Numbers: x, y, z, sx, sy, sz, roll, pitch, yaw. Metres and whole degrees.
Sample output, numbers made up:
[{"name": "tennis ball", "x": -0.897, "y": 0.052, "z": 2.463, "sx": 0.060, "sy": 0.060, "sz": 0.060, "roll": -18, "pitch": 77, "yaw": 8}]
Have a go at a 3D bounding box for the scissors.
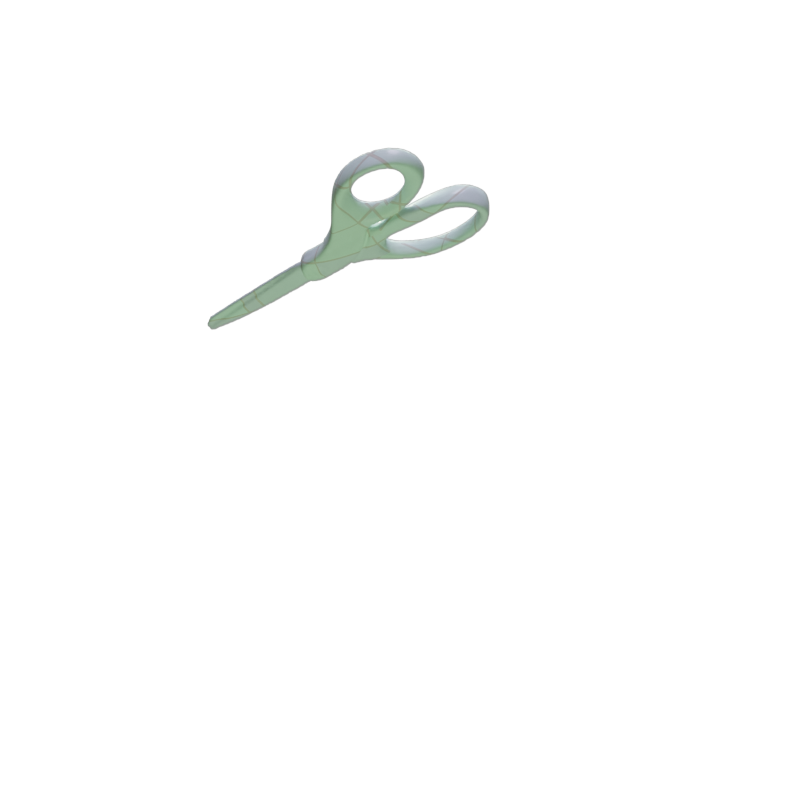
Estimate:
[{"name": "scissors", "x": -0.050, "y": -0.091, "z": 0.634, "sx": 0.204, "sy": 0.017, "sz": 0.089, "roll": -15, "pitch": -36, "yaw": 22}]
